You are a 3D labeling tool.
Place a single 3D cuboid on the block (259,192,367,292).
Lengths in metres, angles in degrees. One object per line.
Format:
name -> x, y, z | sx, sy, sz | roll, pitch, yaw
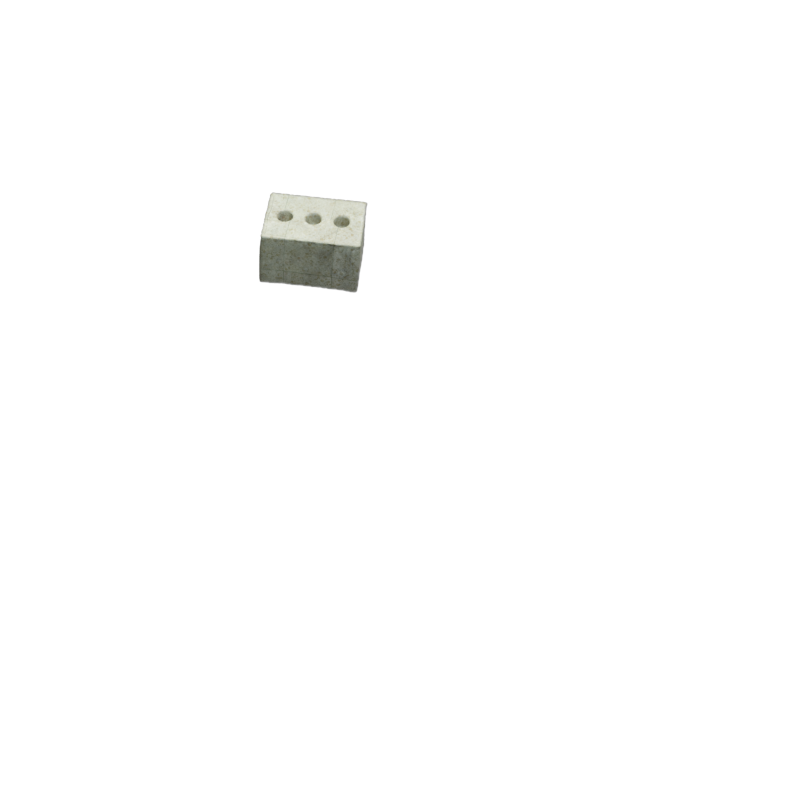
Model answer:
block -> -0.067, -0.122, 0.858 | 0.078, 0.056, 0.048 | 6, -41, 4
